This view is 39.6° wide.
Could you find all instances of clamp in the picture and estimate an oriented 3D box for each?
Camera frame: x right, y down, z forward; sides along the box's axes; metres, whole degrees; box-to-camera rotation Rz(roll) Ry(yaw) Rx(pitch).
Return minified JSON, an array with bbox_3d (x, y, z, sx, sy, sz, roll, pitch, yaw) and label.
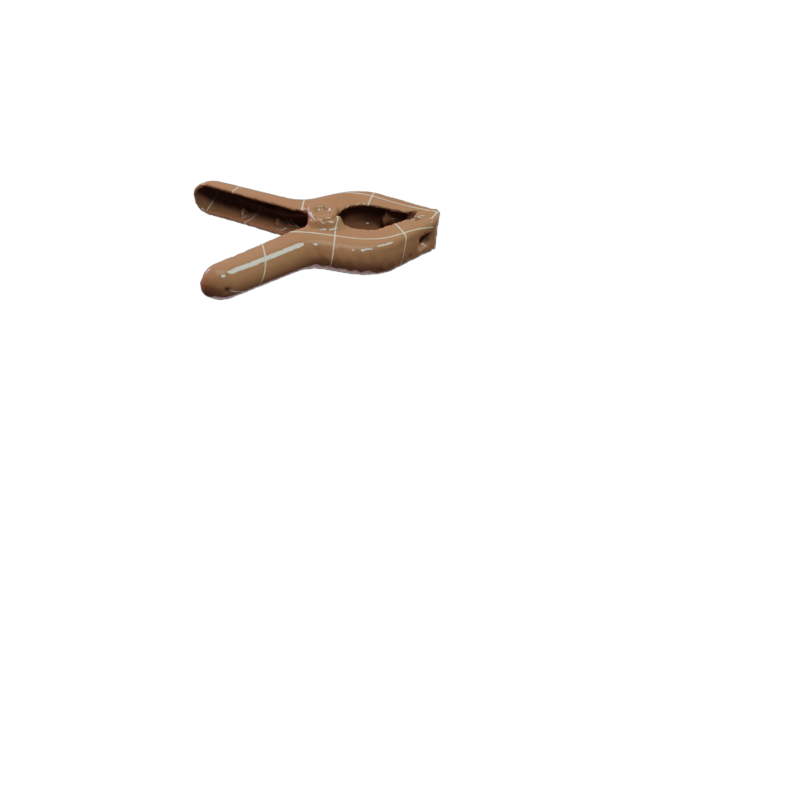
[{"bbox_3d":[-0.058,-0.106,0.741,0.171,0.036,0.129,0,45,0],"label":"clamp"}]
